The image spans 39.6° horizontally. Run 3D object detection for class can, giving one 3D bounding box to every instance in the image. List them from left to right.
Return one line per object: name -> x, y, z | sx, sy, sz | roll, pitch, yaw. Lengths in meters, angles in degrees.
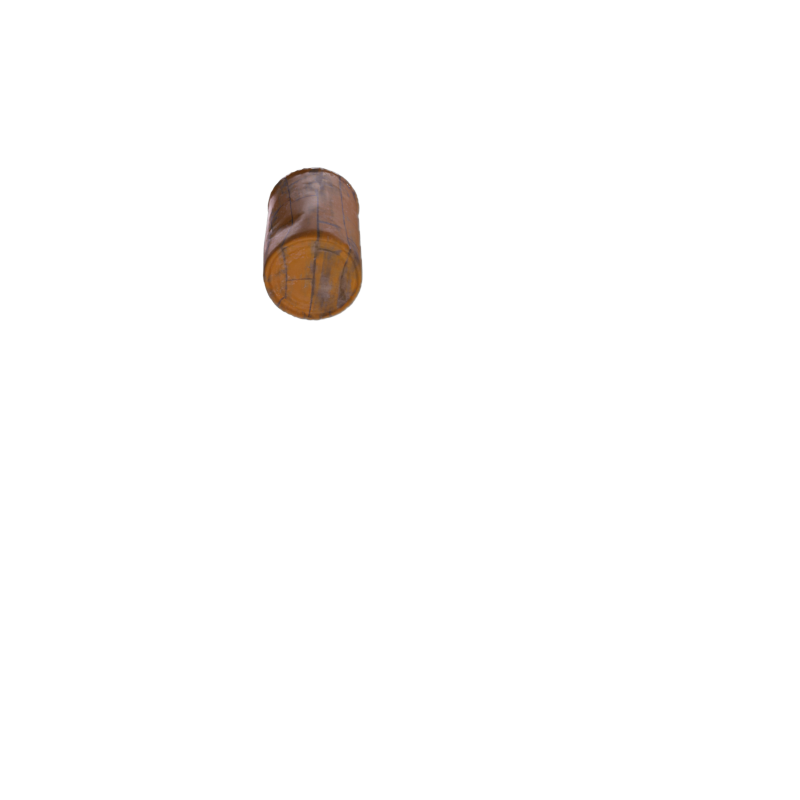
can -> -0.061, -0.111, 0.775 | 0.068, 0.064, 0.109 | -1, 34, -3
